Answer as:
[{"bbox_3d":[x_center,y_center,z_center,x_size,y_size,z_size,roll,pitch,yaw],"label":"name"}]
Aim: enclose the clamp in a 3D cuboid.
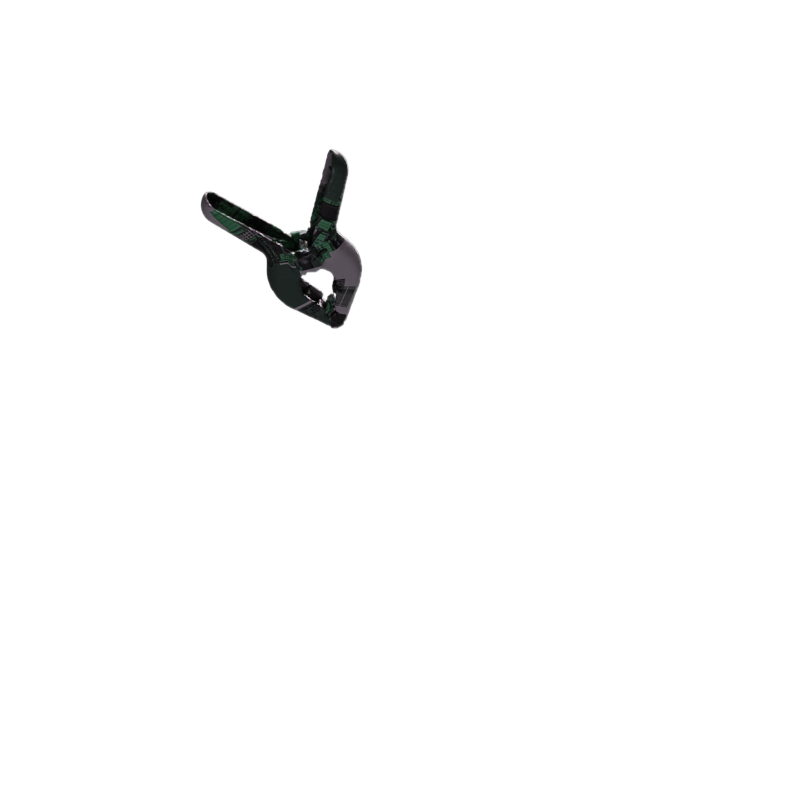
[{"bbox_3d":[-0.071,-0.129,0.904,0.121,0.042,0.158,-19,-45,20],"label":"clamp"}]
